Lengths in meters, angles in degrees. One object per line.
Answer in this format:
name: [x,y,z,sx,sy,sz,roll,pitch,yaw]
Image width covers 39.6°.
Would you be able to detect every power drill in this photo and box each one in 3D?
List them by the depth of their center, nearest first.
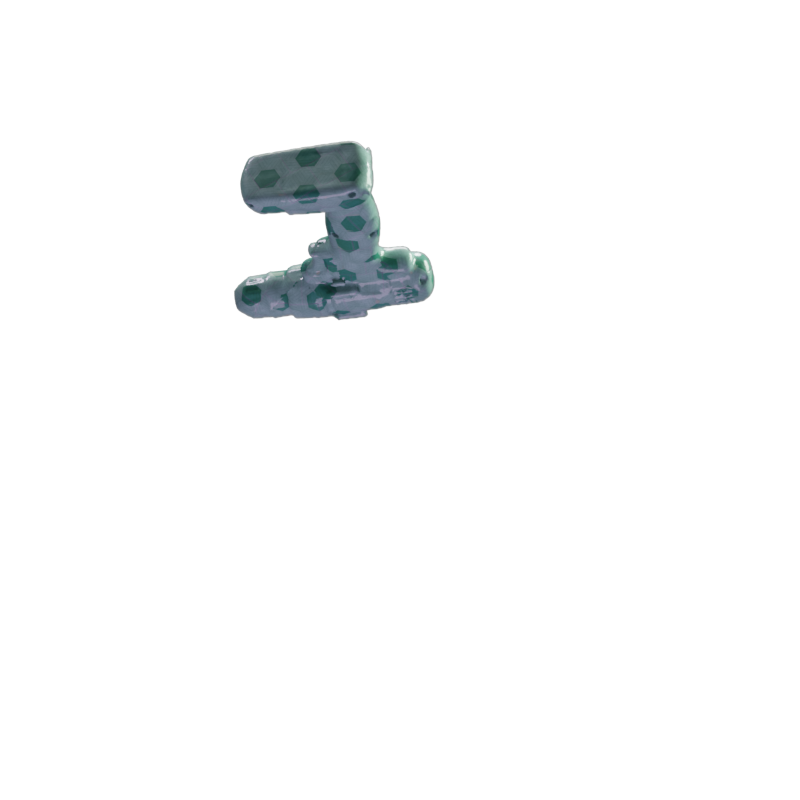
power drill: [-0.075,-0.136,0.952,0.186,0.061,0.173,-7,-32,11]
